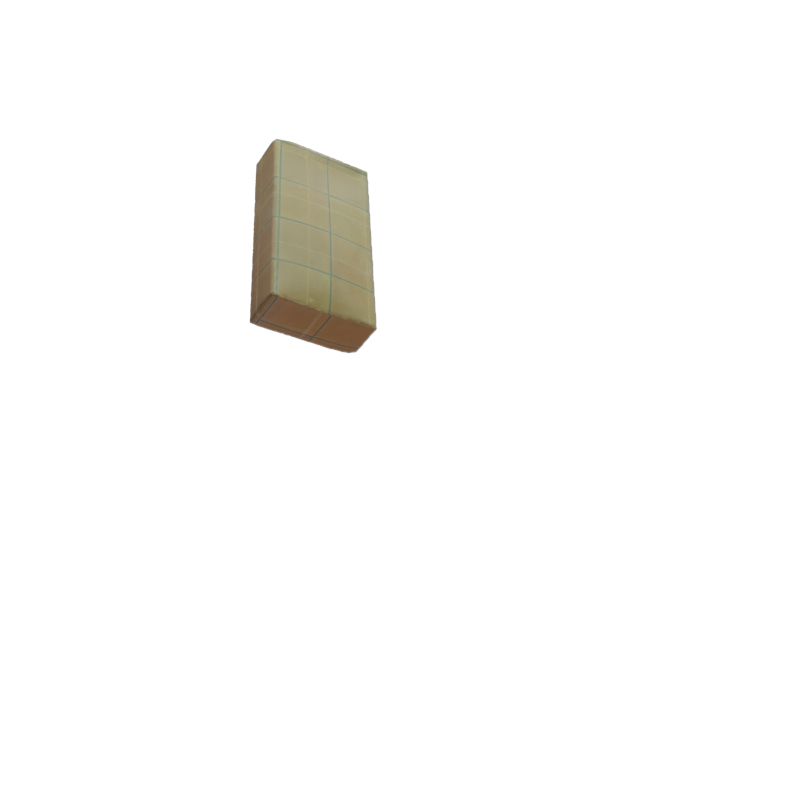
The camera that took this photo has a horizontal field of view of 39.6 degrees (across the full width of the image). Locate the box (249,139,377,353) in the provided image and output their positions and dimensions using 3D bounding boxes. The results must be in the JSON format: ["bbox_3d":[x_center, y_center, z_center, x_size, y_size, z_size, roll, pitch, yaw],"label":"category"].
[{"bbox_3d":[-0.070,-0.128,0.896,0.089,0.189,0.047,17,-42,-24],"label":"box"}]
